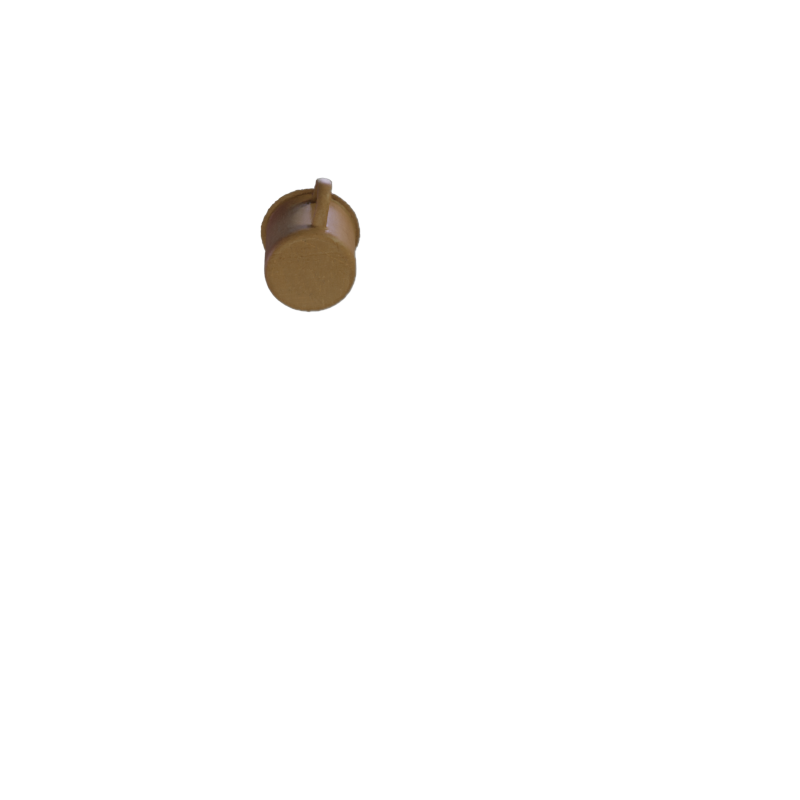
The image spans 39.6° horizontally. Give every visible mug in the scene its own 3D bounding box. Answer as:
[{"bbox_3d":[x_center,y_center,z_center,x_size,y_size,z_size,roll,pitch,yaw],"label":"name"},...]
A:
[{"bbox_3d":[-0.078,-0.142,0.994,0.092,0.112,0.087,12,30,-9],"label":"mug"}]
